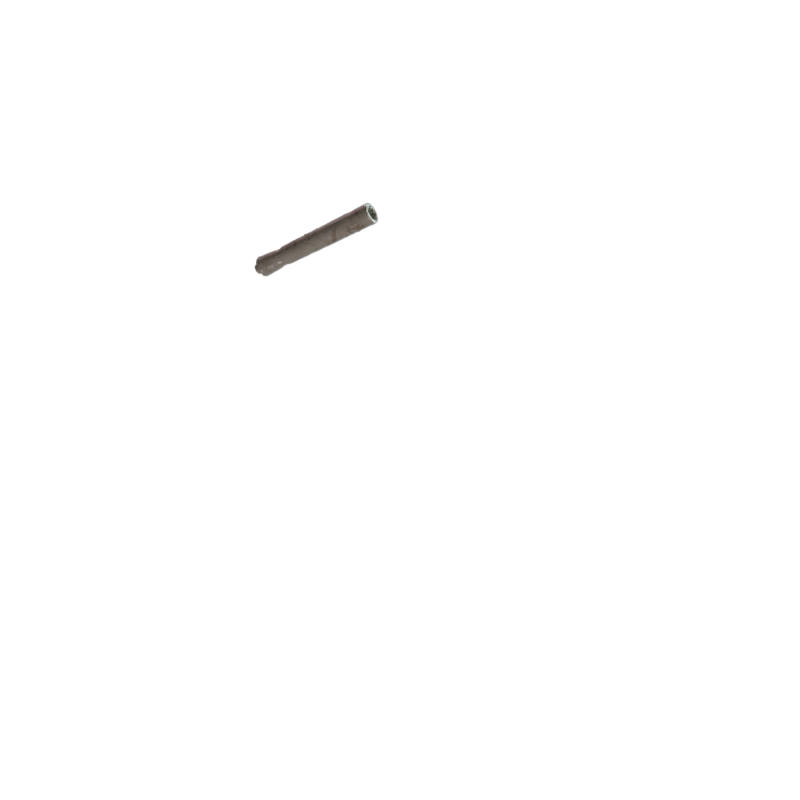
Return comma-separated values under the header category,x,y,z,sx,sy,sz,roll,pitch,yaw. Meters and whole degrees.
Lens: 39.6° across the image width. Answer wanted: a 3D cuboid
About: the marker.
category,x,y,z,sx,sy,sz,roll,pitch,yaw
marker,-0.074,-0.135,0.942,0.121,0.020,0.019,-22,-6,26
